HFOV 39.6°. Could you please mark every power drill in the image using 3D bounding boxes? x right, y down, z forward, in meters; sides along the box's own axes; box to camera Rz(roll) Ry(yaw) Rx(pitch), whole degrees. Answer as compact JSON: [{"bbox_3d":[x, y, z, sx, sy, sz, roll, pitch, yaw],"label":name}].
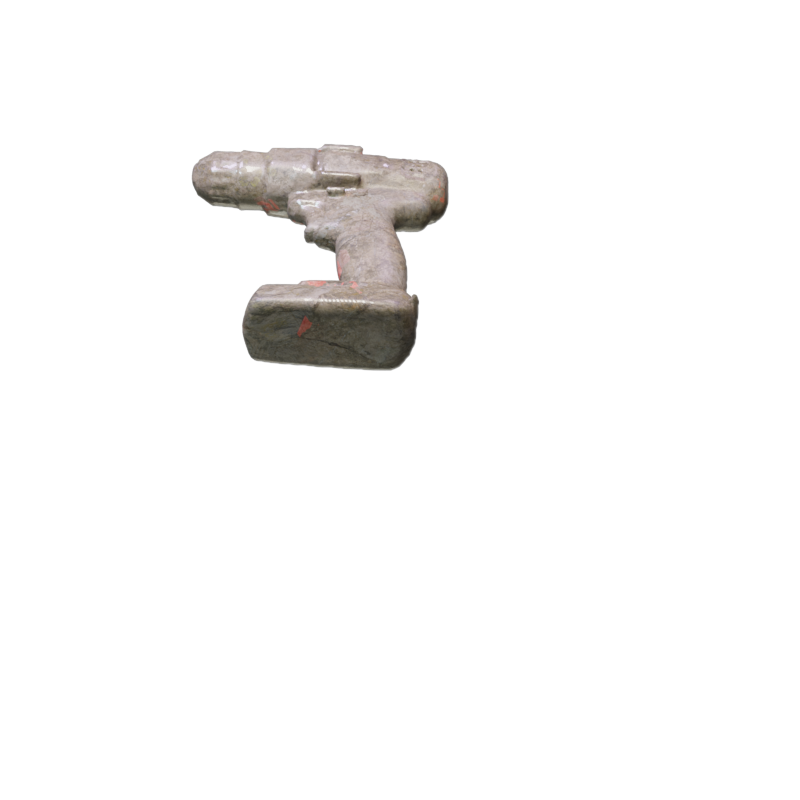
[{"bbox_3d":[-0.058,-0.106,0.741,0.185,0.053,0.201,2,44,1],"label":"power drill"}]
